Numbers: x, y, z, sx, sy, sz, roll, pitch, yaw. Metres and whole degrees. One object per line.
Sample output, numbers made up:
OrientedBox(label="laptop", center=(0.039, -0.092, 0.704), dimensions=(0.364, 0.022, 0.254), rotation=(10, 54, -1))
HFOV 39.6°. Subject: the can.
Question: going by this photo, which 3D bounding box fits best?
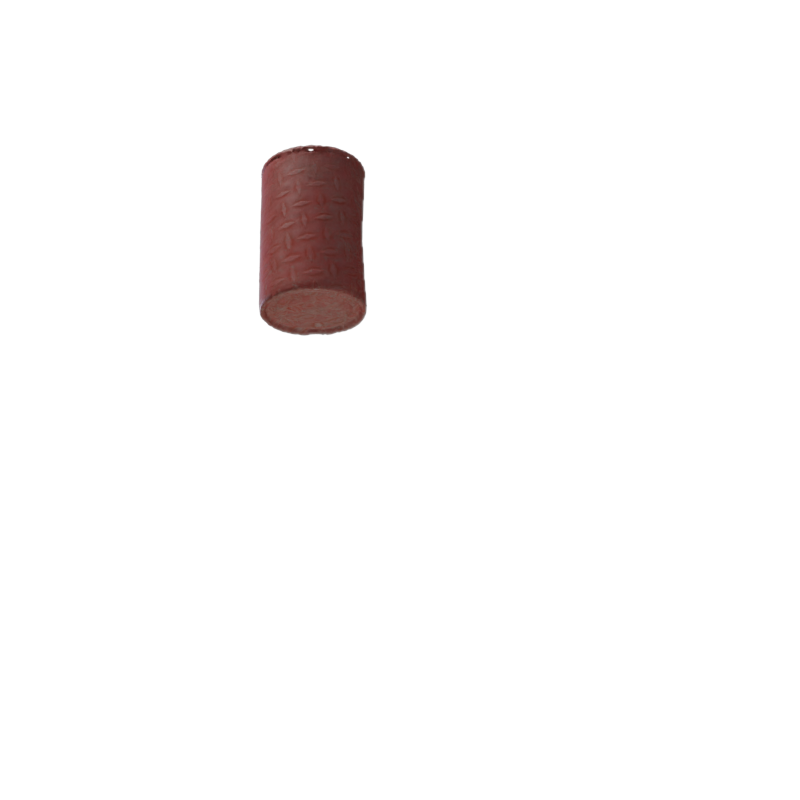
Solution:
OrientedBox(label="can", center=(-0.055, -0.100, 0.699), dimensions=(0.068, 0.108, 0.065), rotation=(0, -27, -2))
